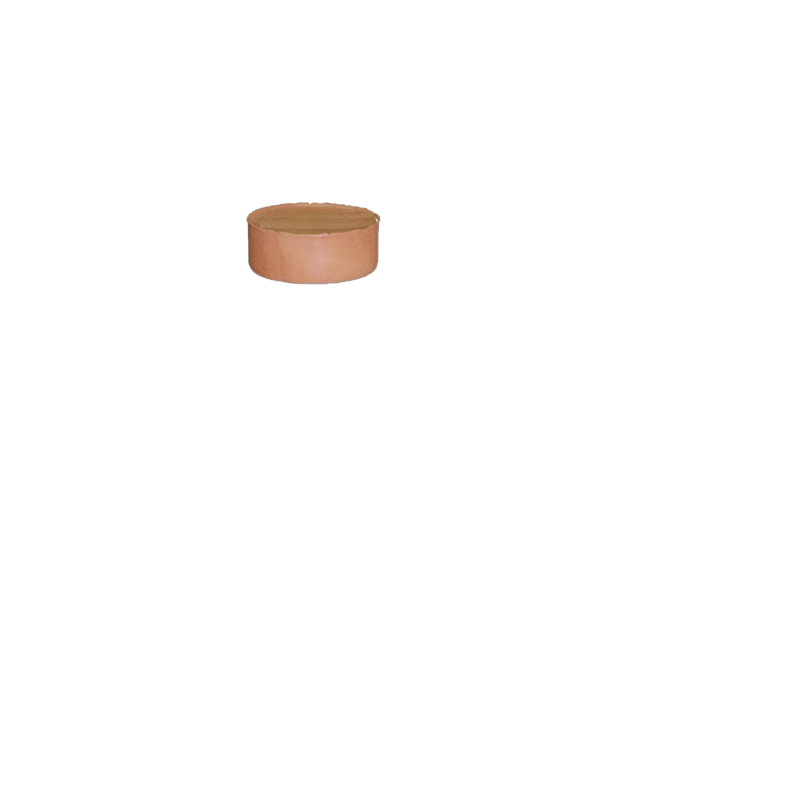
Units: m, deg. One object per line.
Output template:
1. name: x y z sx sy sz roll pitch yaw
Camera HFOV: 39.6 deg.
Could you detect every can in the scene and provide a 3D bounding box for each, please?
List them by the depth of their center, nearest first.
1. can: -0.056 -0.102 0.714 0.086 0.032 0.090 -1 22 -2
